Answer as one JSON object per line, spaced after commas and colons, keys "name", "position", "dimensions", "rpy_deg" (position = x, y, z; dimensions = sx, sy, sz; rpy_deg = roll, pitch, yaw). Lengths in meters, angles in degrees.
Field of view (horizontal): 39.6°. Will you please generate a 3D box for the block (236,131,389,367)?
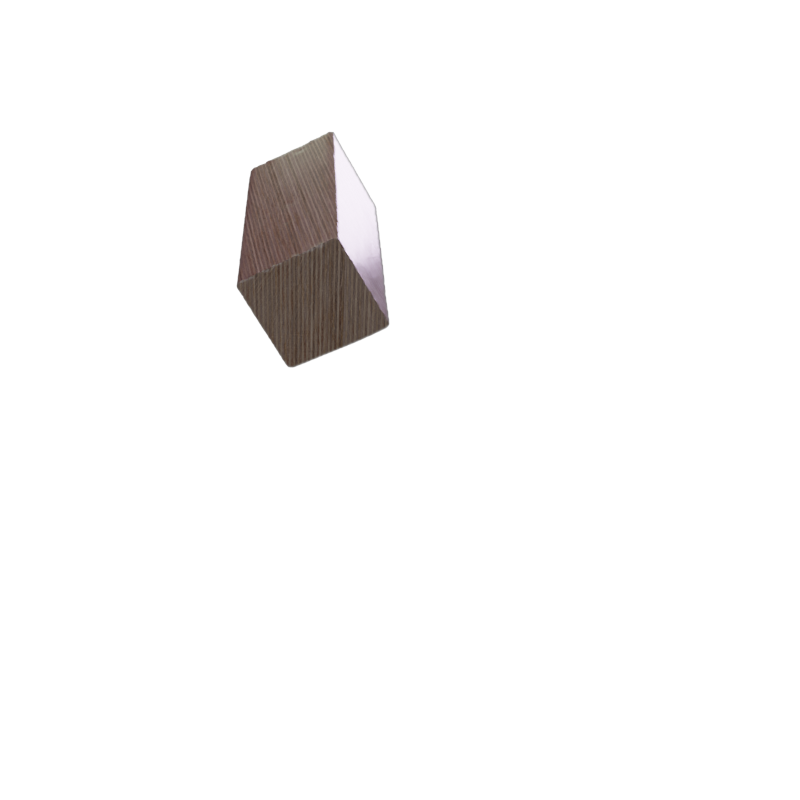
{"name": "block", "position": [-0.073, -0.132, 0.930], "dimensions": [0.090, 0.085, 0.220], "rpy_deg": [-24, 32, 12]}
